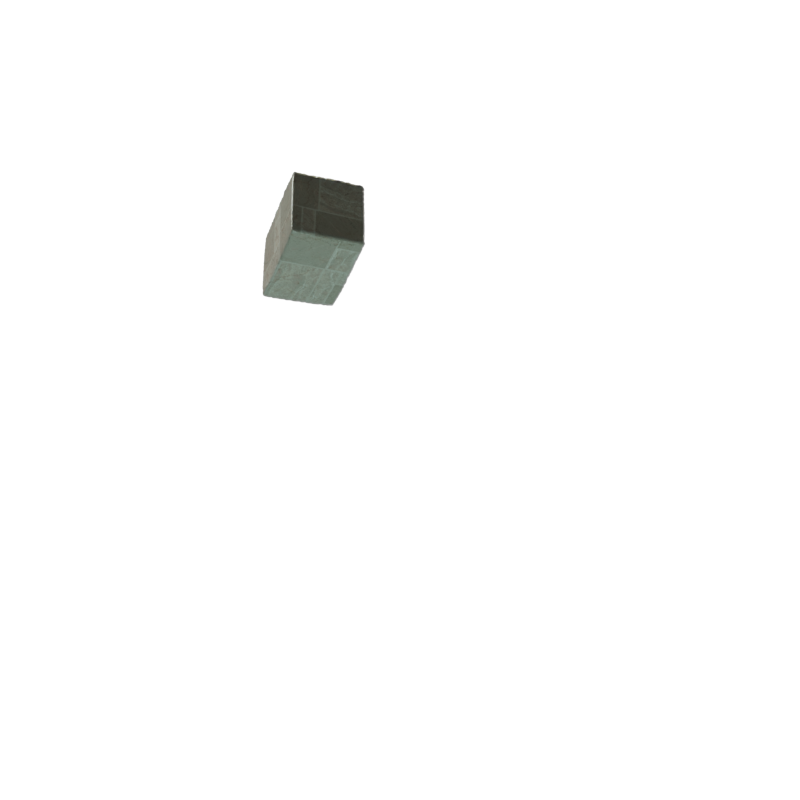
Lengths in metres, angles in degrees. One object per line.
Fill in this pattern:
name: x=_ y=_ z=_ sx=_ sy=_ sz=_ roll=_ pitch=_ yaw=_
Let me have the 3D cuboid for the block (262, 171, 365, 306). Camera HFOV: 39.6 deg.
block: x=-0.060 y=-0.109 z=0.766 sx=0.051 sy=0.055 sz=0.075 roll=10 pitch=-36 yaw=-17
